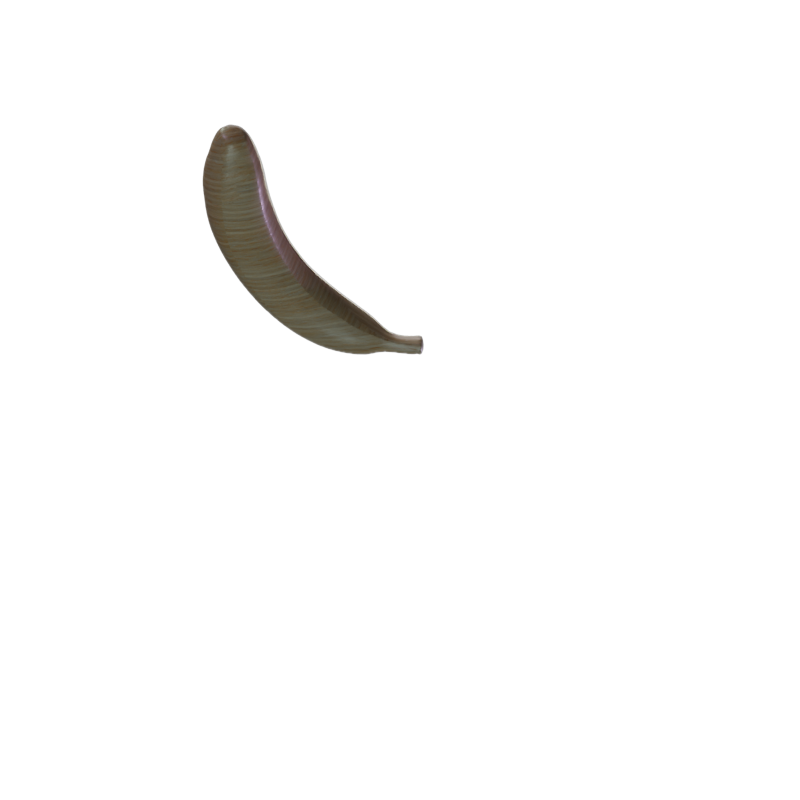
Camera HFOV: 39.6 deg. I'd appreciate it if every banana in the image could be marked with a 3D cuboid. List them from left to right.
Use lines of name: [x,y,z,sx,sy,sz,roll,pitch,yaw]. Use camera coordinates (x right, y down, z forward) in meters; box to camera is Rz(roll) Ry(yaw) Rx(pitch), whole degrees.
banana: [-0.063,-0.081,0.633,0.070,0.039,0.183,-24,-47,23]
